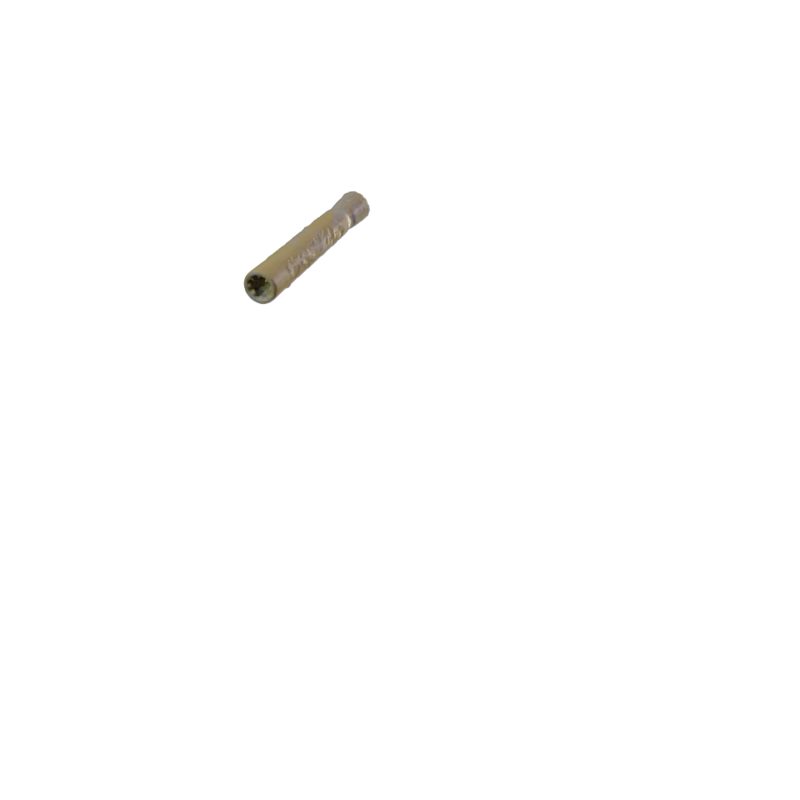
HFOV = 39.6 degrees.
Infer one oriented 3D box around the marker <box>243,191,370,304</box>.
[{"bbox_3d":[-0.047,-0.086,0.603,0.020,0.019,0.124,1,29,25],"label":"marker"}]
